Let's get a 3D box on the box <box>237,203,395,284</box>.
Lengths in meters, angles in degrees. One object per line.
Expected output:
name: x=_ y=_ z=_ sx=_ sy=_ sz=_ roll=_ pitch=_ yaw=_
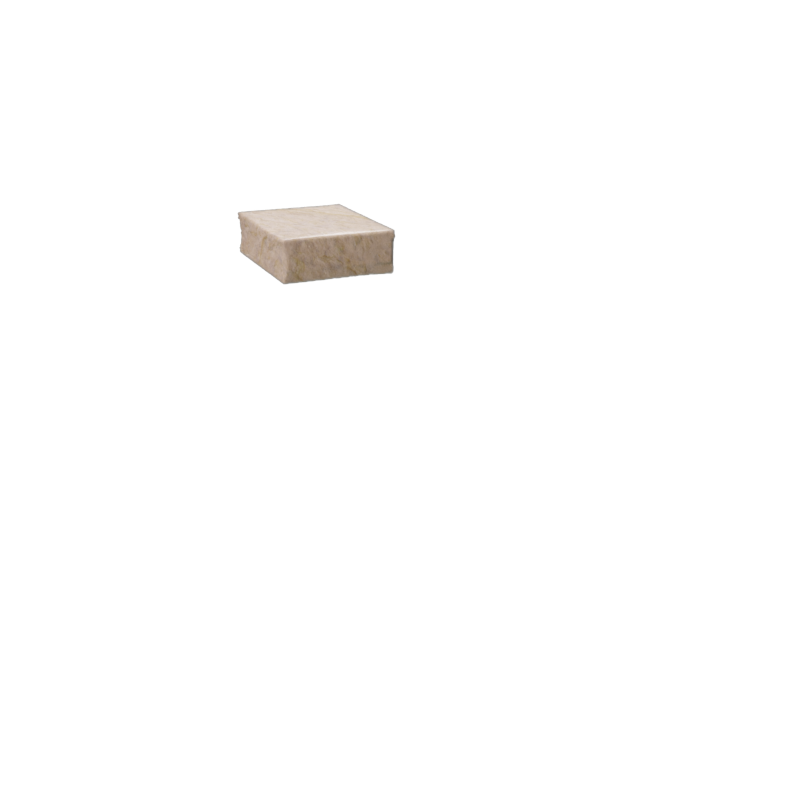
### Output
box: x=-0.067 y=-0.122 z=0.858 sx=0.088 sy=0.038 sz=0.120 roll=-7 pitch=19 yaw=-22
